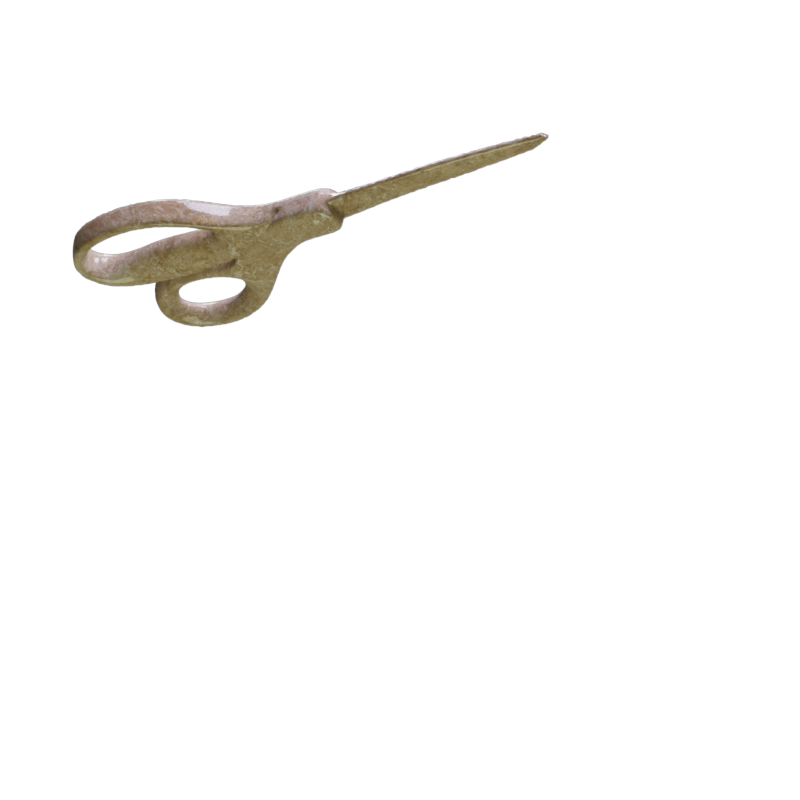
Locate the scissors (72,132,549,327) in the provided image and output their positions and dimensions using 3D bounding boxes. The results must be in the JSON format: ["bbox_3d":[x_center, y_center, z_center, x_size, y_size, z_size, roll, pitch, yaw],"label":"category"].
[{"bbox_3d":[-0.036,-0.066,0.462,0.204,0.017,0.089,-6,-28,12],"label":"scissors"}]
